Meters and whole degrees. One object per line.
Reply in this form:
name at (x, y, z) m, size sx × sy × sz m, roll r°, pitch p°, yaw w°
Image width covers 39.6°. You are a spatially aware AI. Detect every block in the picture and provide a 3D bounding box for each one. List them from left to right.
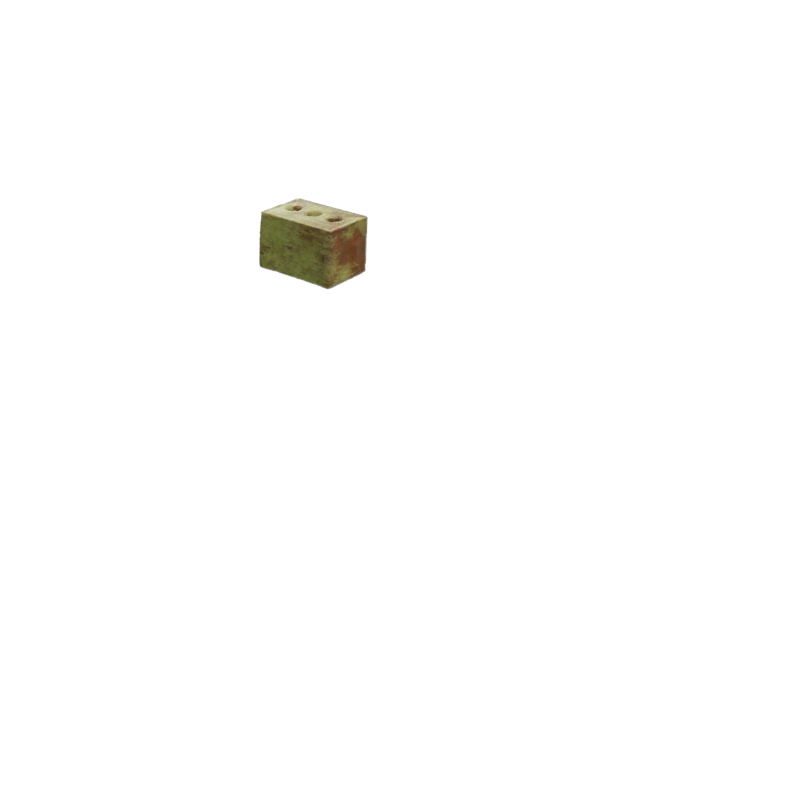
block at (-0.073, -0.133, 0.931) m, size 0.082 × 0.049 × 0.052 m, roll 19°, pitch 31°, yaw 33°
